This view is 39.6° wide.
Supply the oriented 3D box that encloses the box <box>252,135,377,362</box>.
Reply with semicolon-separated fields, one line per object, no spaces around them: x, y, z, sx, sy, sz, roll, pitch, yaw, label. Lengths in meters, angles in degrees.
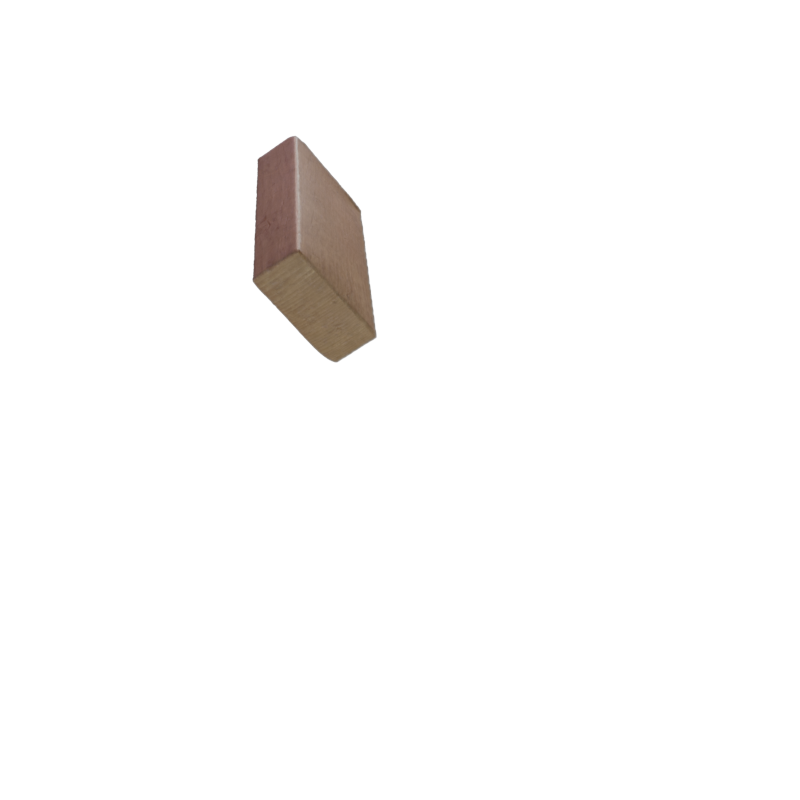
-0.064;-0.117;0.817;0.048;0.189;0.087;-31;-56;19;box
